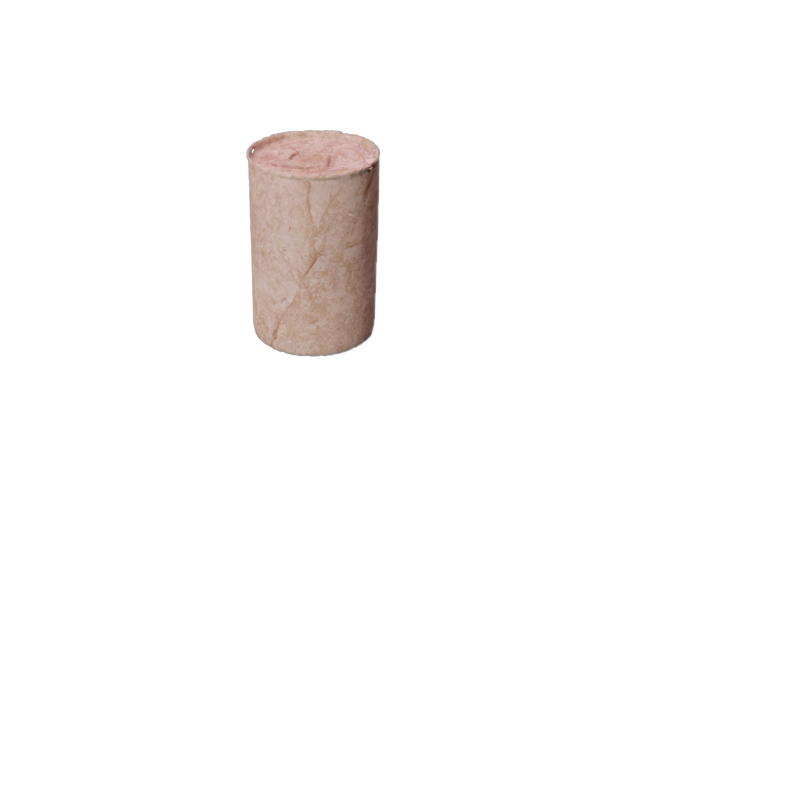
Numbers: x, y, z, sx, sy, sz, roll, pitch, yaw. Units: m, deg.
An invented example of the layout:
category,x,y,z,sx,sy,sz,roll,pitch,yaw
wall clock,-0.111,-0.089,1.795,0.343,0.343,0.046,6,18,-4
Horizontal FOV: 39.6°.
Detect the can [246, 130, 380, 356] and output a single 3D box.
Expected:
category,x,y,z,sx,sy,sz,roll,pitch,yaw
can,-0.046,-0.083,0.582,0.068,0.097,0.073,0,28,-2
